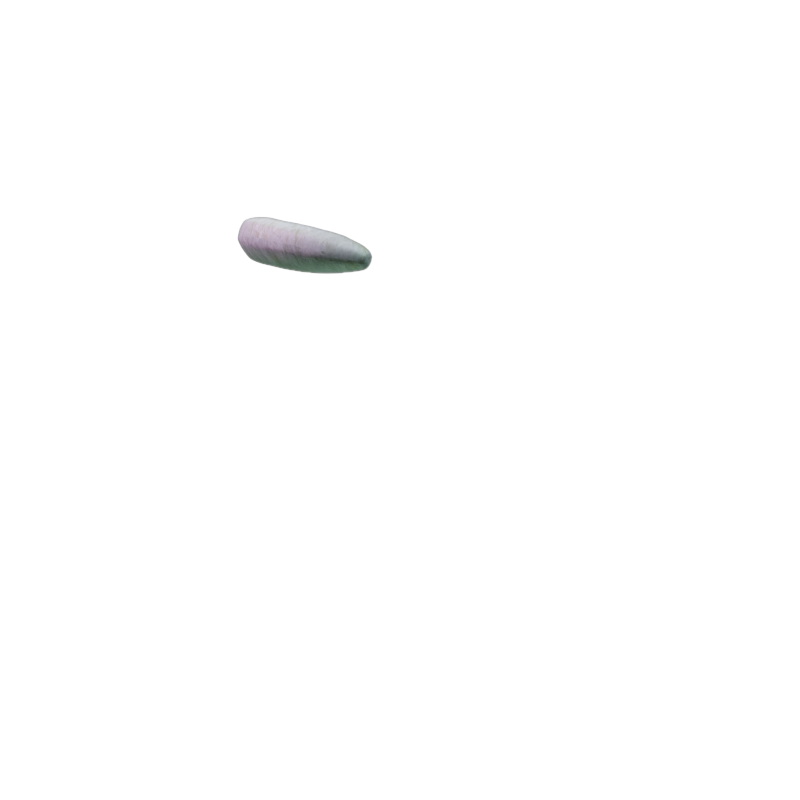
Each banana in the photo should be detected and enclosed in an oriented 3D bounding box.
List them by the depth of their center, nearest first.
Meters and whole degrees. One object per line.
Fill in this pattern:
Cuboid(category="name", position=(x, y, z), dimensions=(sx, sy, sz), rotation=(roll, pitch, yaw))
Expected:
Cuboid(category="banana", position=(-0.089, -0.127, 0.892), dimensions=(0.068, 0.036, 0.207), rotation=(-5, 14, -21))
